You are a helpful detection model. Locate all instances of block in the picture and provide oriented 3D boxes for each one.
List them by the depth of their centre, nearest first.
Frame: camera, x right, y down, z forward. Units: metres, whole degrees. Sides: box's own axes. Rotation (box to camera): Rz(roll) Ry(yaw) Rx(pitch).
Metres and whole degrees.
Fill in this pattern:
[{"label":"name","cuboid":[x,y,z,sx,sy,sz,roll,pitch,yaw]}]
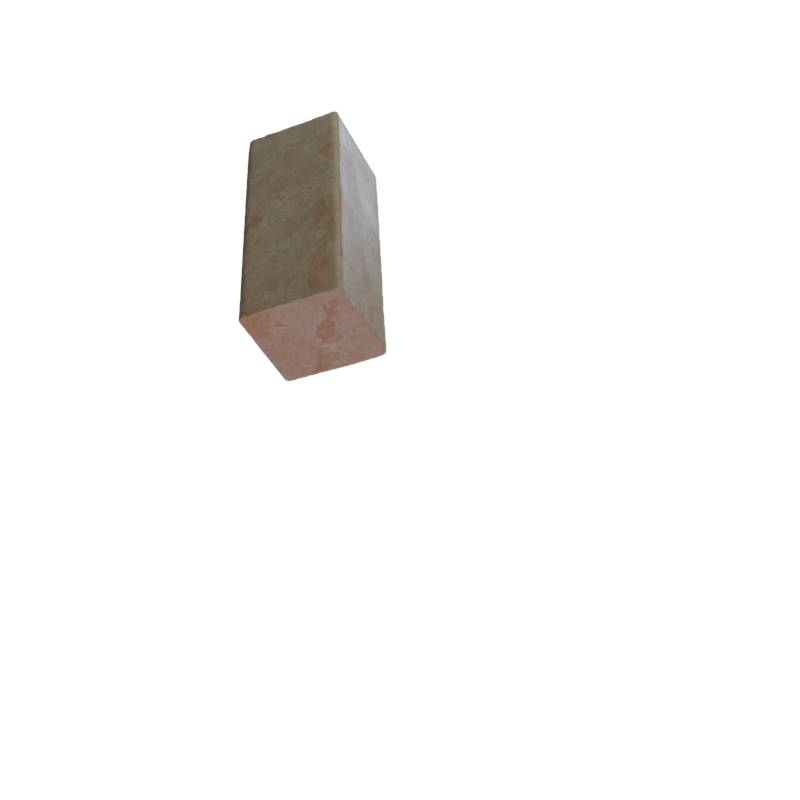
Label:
[{"label":"block","cuboid":[-0.073,-0.132,0.928,0.091,0.221,0.084,-17,-42,16]}]
